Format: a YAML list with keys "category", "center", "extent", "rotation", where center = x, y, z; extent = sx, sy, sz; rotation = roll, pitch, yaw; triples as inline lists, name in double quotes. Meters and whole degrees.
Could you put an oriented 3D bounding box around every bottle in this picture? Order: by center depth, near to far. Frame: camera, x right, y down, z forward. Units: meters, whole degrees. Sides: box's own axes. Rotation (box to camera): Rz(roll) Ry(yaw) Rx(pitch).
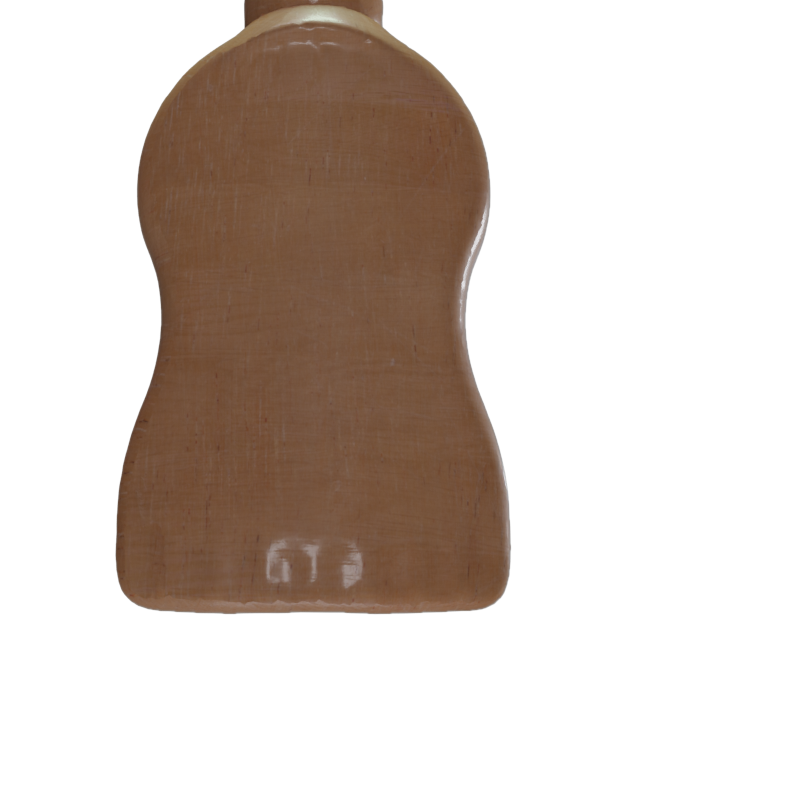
- category: "bottle"
  center: [-0.024, -0.043, 0.302]
  extent: [0.096, 0.199, 0.056]
  rotation: [-1, -16, -1]
